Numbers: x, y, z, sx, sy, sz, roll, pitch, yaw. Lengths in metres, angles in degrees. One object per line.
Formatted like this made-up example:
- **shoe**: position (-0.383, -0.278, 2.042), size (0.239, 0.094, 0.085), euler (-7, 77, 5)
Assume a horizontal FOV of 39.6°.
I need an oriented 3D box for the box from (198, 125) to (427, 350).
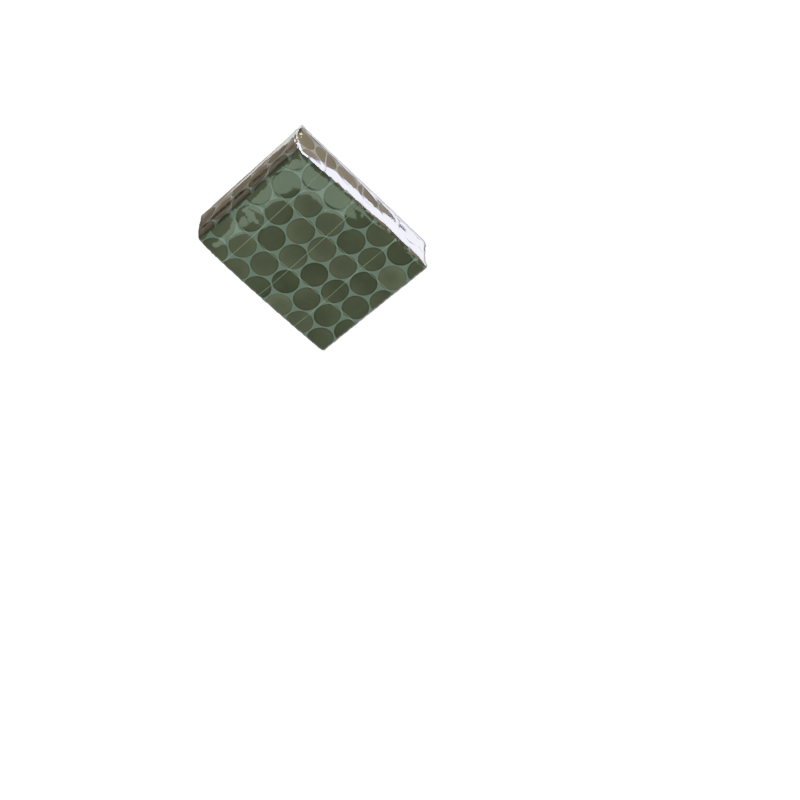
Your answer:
- **box**: position (-0.053, -0.096, 0.673), size (0.089, 0.108, 0.041), euler (-39, 24, 21)
